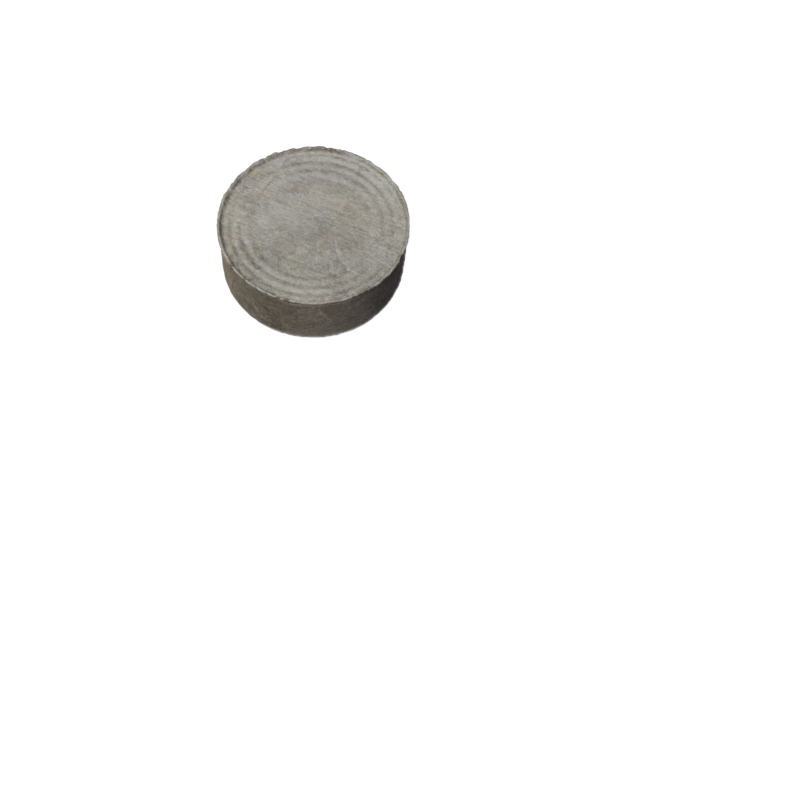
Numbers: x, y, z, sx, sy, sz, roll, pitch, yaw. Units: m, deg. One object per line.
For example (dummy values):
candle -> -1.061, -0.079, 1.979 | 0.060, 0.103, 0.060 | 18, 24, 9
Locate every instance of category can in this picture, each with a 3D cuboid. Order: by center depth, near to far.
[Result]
can -> -0.039, -0.072, 0.504 | 0.086, 0.092, 0.031 | -1, -32, -1
